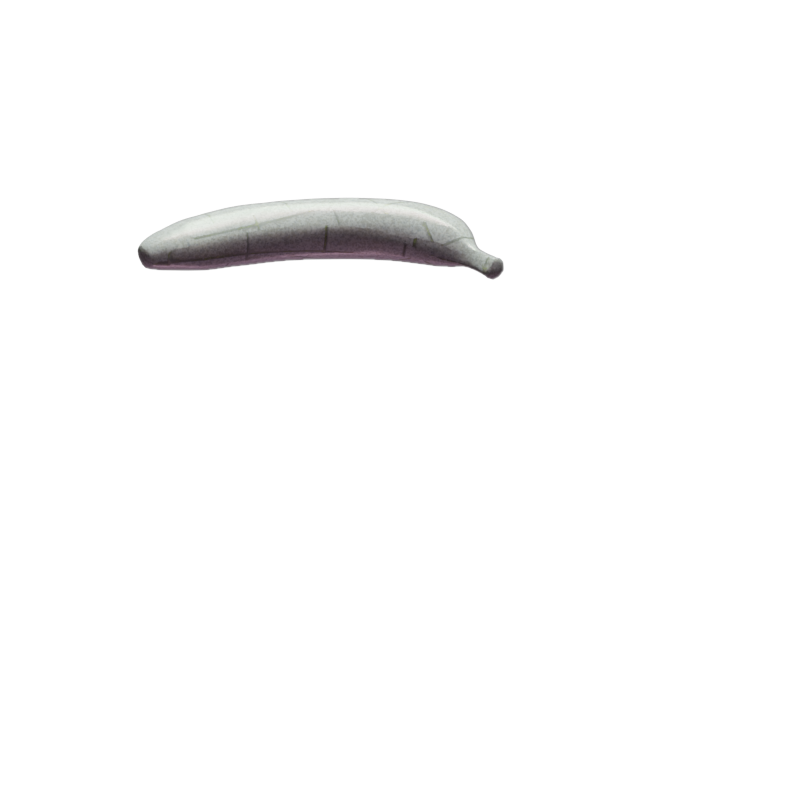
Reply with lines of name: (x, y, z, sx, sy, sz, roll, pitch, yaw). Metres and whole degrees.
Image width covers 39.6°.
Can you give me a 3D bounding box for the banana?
banana: (-0.045, -0.093, 0.625, 0.198, 0.035, 0.072, 0, 18, 0)
